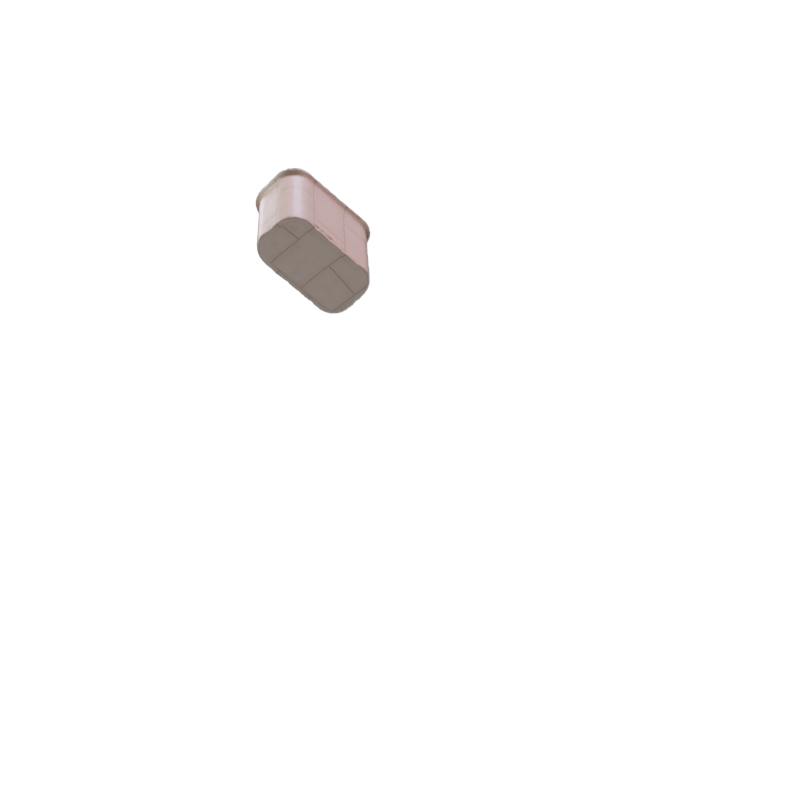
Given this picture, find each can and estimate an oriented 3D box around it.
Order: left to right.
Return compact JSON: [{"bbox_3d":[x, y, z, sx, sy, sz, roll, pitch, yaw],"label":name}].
[{"bbox_3d":[-0.071,-0.130,0.912,0.097,0.057,0.089,38,24,-23],"label":"can"}]
